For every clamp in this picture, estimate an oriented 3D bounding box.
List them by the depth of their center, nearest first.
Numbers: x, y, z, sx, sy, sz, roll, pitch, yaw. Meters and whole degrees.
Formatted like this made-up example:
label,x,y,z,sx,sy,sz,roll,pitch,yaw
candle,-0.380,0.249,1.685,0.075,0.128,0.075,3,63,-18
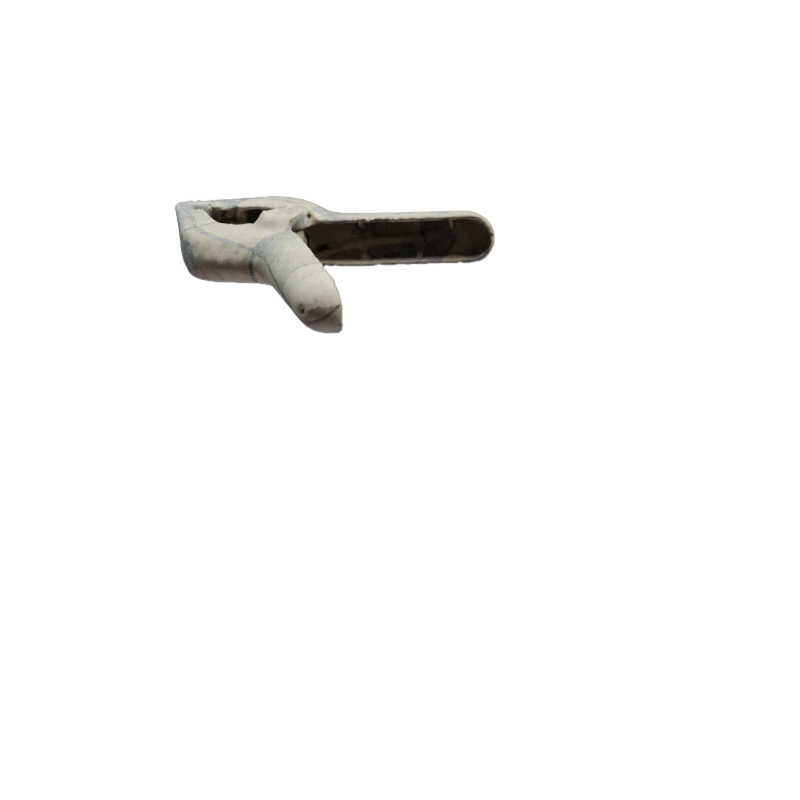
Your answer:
label,x,y,z,sx,sy,sz,roll,pitch,yaw
clamp,-0.043,-0.078,0.547,0.118,0.037,0.183,-17,29,-36
